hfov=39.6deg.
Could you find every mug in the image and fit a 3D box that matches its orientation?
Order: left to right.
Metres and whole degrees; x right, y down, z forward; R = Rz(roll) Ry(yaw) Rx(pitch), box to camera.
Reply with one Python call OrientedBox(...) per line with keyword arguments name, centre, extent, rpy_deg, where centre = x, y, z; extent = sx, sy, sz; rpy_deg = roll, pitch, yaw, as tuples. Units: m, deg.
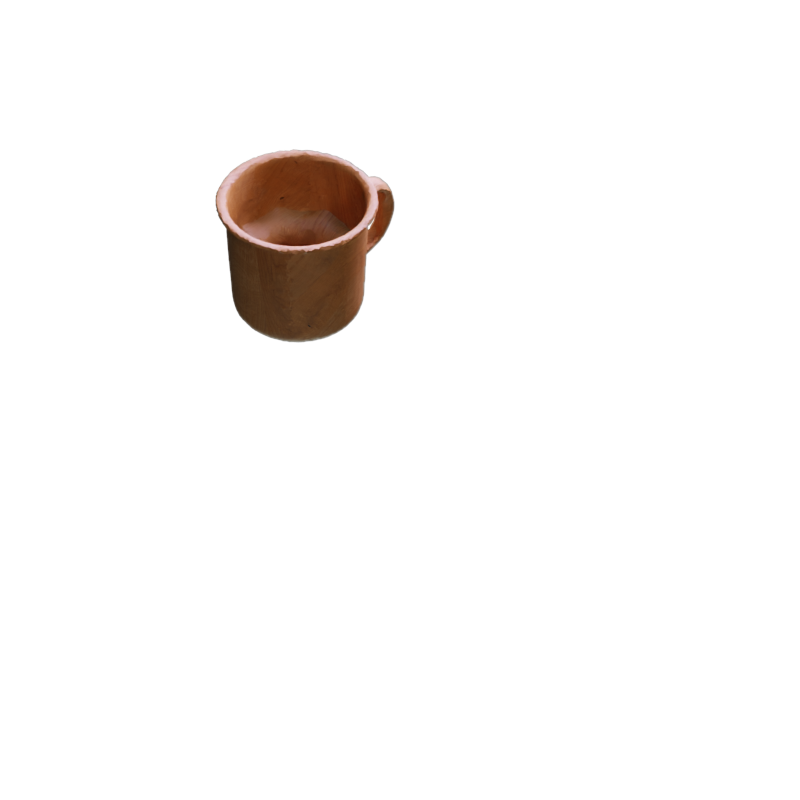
OrientedBox(name="mug", centre=(-0.052, -0.095, 0.665), extent=(0.117, 0.076, 0.100), rpy_deg=(-31, 54, -28))
